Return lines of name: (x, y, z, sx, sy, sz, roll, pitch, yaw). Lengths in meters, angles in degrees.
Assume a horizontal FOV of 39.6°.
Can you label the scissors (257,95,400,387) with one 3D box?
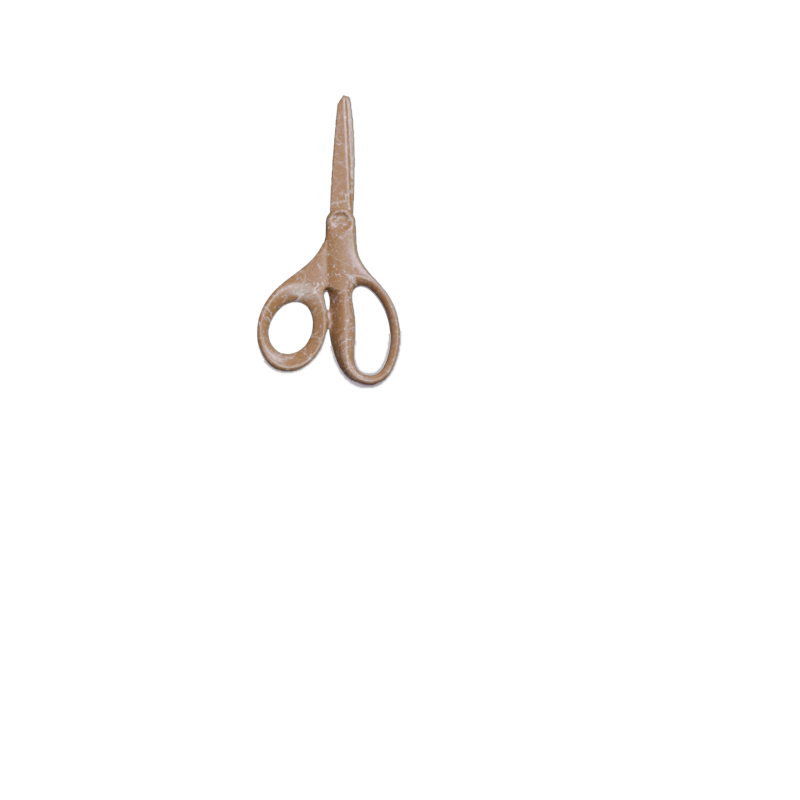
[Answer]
scissors: (-0.055, -0.101, 0.704, 0.096, 0.214, 0.015, -13, -23, -6)
